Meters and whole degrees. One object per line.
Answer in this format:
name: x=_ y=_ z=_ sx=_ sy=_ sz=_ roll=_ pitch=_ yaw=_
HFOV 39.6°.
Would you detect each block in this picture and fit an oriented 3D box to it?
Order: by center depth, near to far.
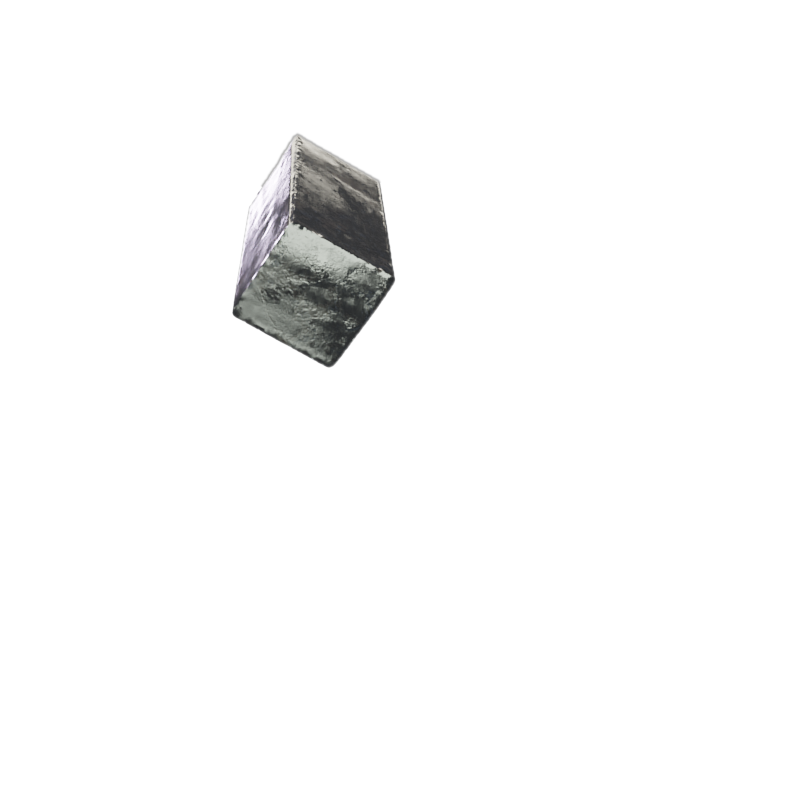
block: x=-0.070 y=-0.127 z=0.897 sx=0.088 sy=0.088 sz=0.218 roll=28 pitch=23 yaw=-18
